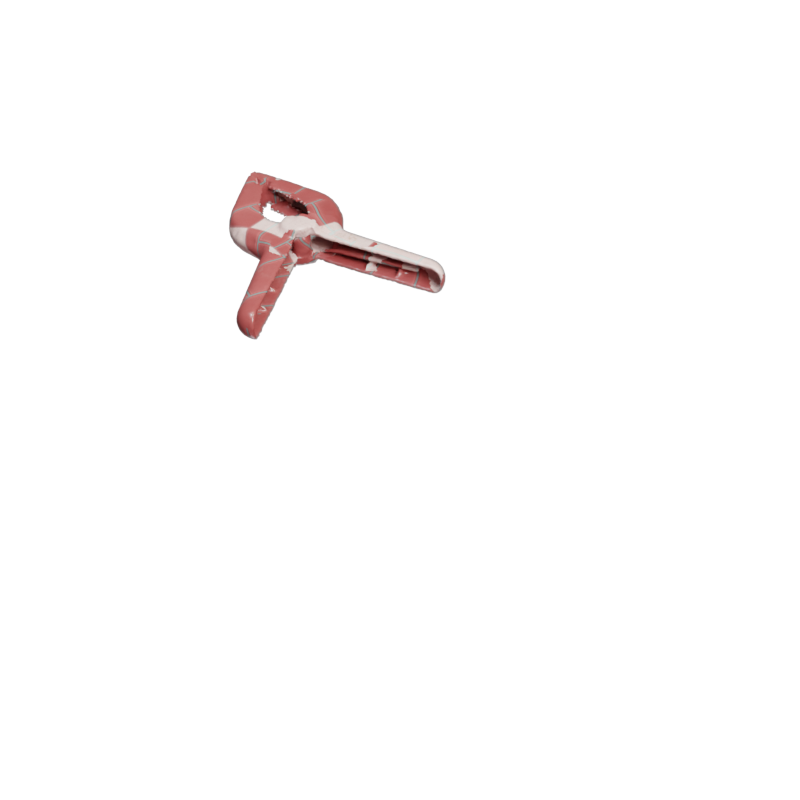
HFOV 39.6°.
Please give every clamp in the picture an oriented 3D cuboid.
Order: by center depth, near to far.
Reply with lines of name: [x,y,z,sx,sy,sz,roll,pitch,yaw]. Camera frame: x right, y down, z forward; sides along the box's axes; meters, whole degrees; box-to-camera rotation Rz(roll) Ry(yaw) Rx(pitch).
clamp: [-0.070,-0.127,0.890,0.162,0.034,0.227,-11,38,-14]
